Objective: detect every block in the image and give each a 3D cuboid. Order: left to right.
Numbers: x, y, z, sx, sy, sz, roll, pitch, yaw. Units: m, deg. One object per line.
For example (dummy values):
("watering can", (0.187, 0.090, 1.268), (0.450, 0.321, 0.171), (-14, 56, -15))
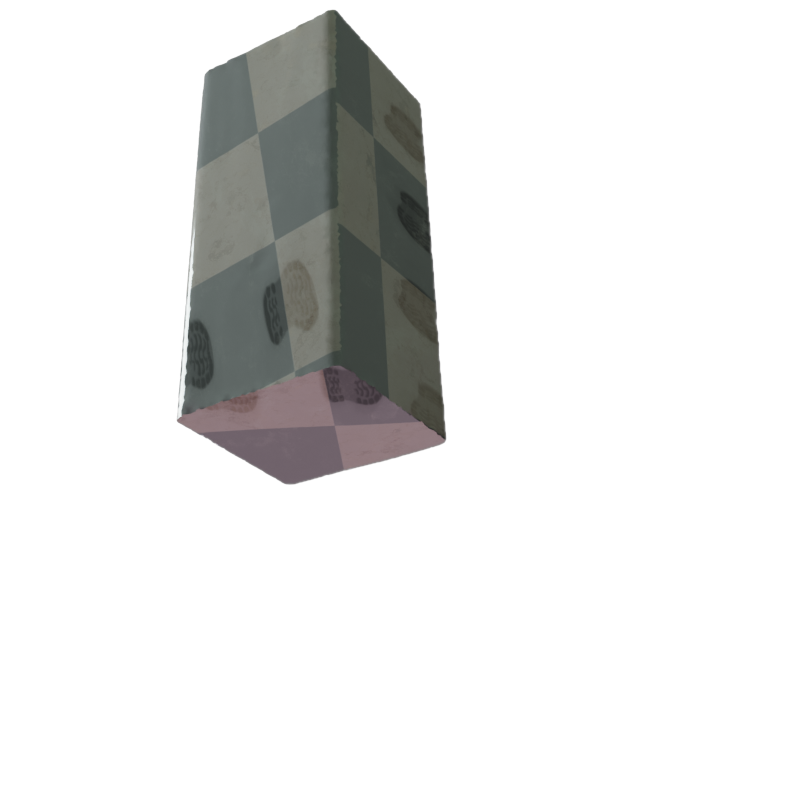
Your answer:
("block", (-0.043, -0.078, 0.549), (0.091, 0.220, 0.084), (-20, -36, 26))
